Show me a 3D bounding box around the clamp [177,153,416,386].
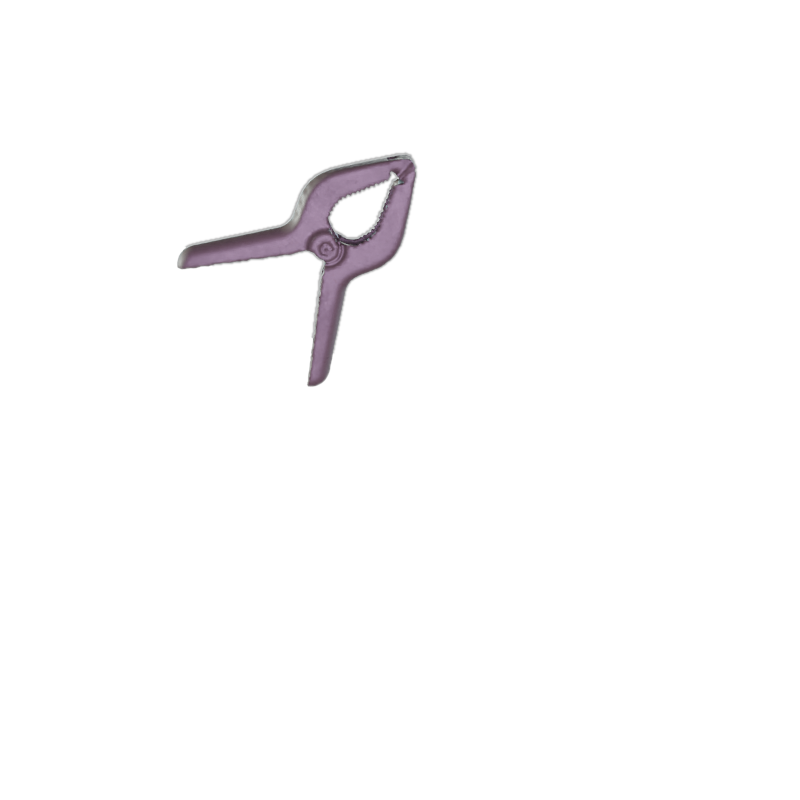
[{"bbox_3d":[-0.073,-0.132,0.926,0.160,0.207,0.038,37,13,-10],"label":"clamp"}]
